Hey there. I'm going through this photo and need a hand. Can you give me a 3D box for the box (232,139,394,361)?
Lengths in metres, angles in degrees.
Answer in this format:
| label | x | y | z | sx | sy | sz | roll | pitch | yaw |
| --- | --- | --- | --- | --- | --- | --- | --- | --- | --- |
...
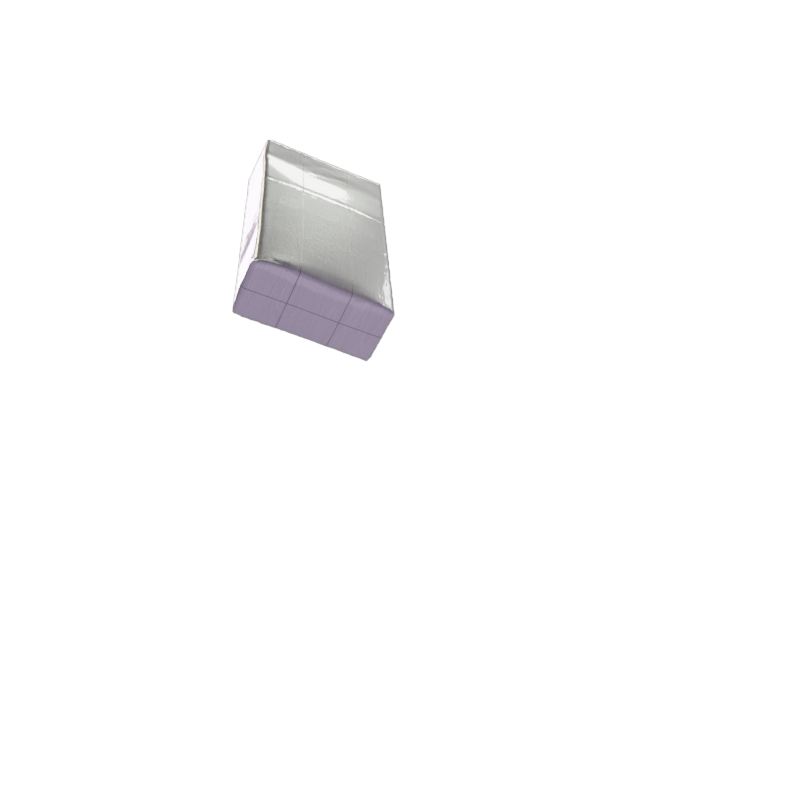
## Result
| label | x | y | z | sx | sy | sz | roll | pitch | yaw |
| --- | --- | --- | --- | --- | --- | --- | --- | --- | --- |
| box | -0.057 | -0.105 | 0.735 | 0.091 | 0.046 | 0.188 | 19 | 29 | -15 |
